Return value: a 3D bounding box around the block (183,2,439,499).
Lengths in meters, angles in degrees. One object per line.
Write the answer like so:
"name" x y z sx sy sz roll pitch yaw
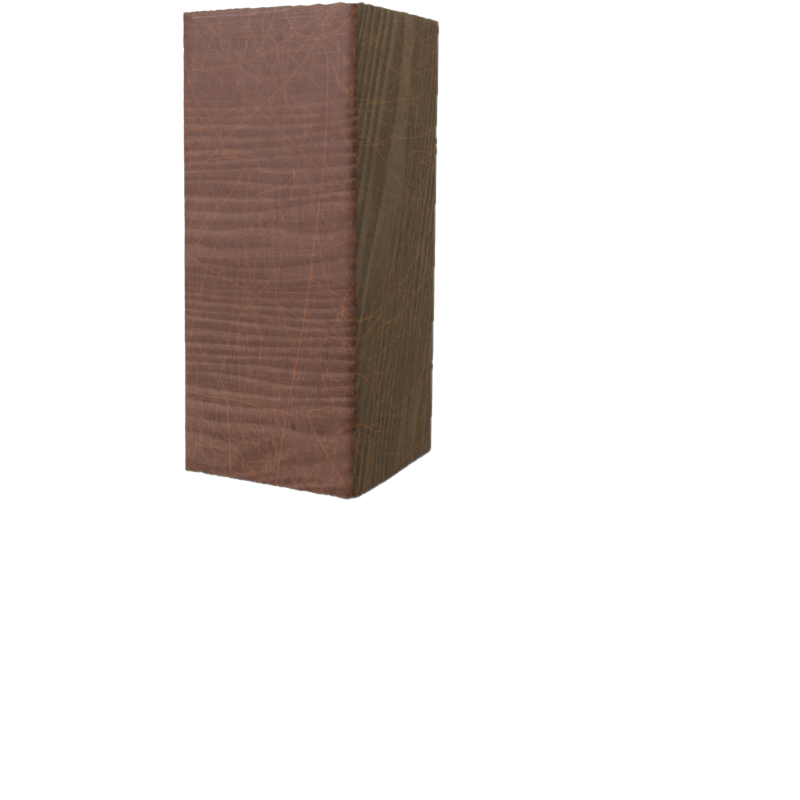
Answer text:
"block" -0.040 -0.073 0.512 0.094 0.203 0.088 4 7 26
